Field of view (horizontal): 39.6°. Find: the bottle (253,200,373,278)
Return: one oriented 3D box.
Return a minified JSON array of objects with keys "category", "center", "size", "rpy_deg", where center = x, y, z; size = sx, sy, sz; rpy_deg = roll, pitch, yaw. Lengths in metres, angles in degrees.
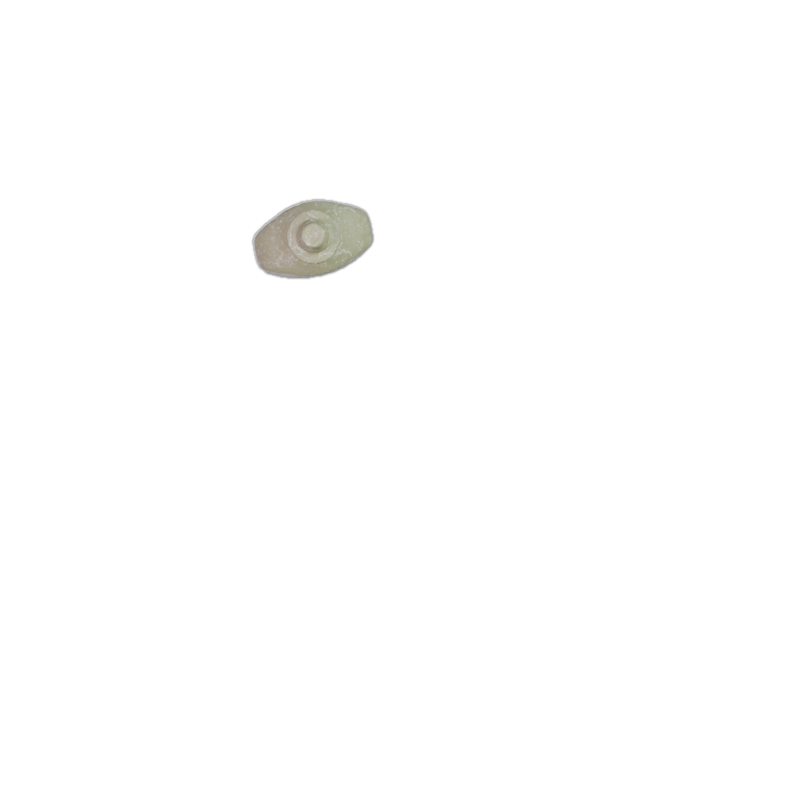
[{"category":"bottle","center":[-0.071,-0.130,0.908],"size":[0.096,0.058,0.193],"rpy_deg":[-11,6,-3]}]
